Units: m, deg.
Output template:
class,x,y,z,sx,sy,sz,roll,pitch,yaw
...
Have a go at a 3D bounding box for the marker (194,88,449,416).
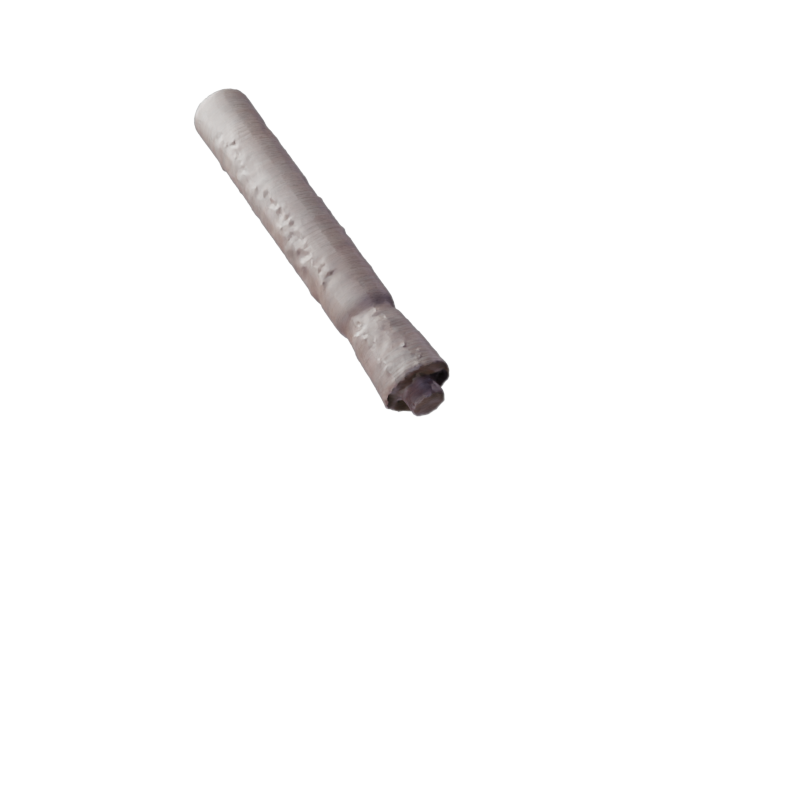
class,x,y,z,sx,sy,sz,roll,pitch,yaw
marker,-0.024,-0.044,0.308,0.019,0.019,0.130,-2,45,-41
